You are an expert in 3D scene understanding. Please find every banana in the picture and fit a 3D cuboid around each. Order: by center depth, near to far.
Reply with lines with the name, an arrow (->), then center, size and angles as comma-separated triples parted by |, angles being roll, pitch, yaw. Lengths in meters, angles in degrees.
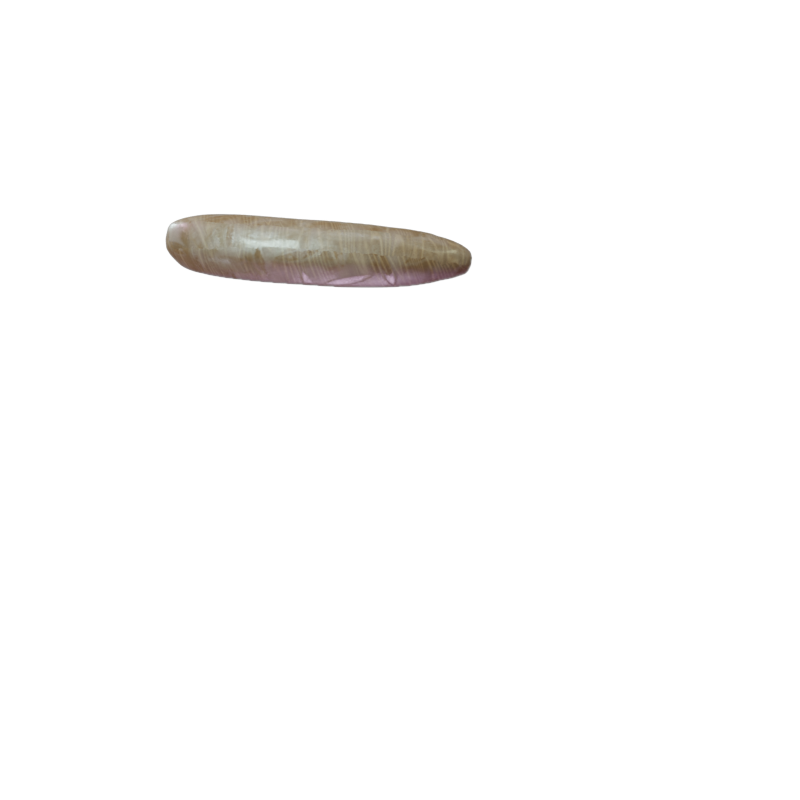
banana -> -0.062, -0.089, 0.640 | 0.205, 0.036, 0.069 | 8, 19, 24
